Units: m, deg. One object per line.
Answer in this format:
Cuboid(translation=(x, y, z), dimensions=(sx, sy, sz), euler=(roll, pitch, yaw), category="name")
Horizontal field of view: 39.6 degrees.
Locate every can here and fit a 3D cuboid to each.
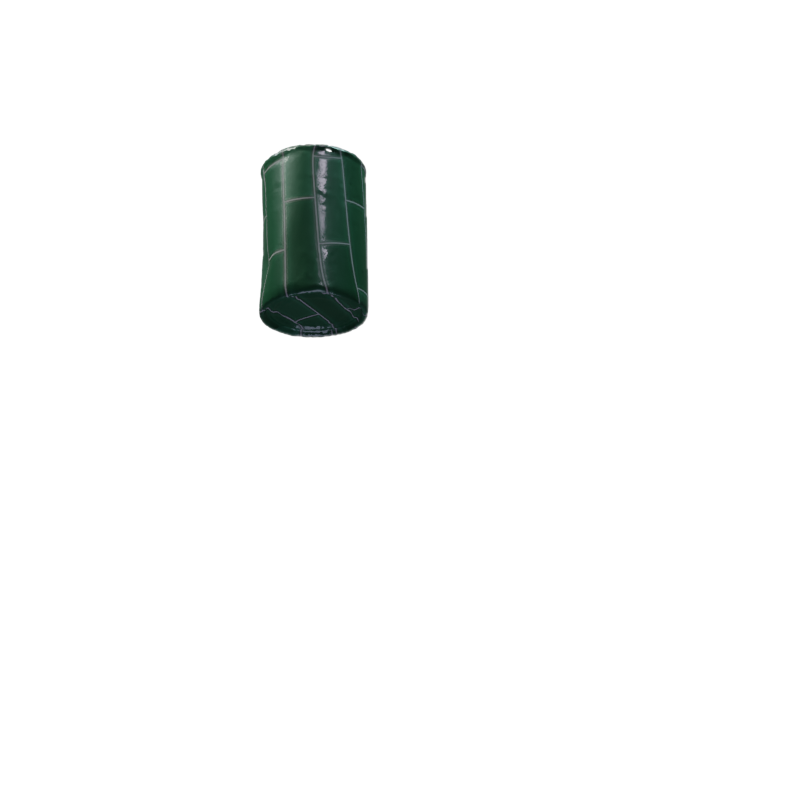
Cuboid(translation=(-0.054, -0.098, 0.688), dimensions=(0.068, 0.108, 0.065), euler=(0, -26, -2), category="can")
